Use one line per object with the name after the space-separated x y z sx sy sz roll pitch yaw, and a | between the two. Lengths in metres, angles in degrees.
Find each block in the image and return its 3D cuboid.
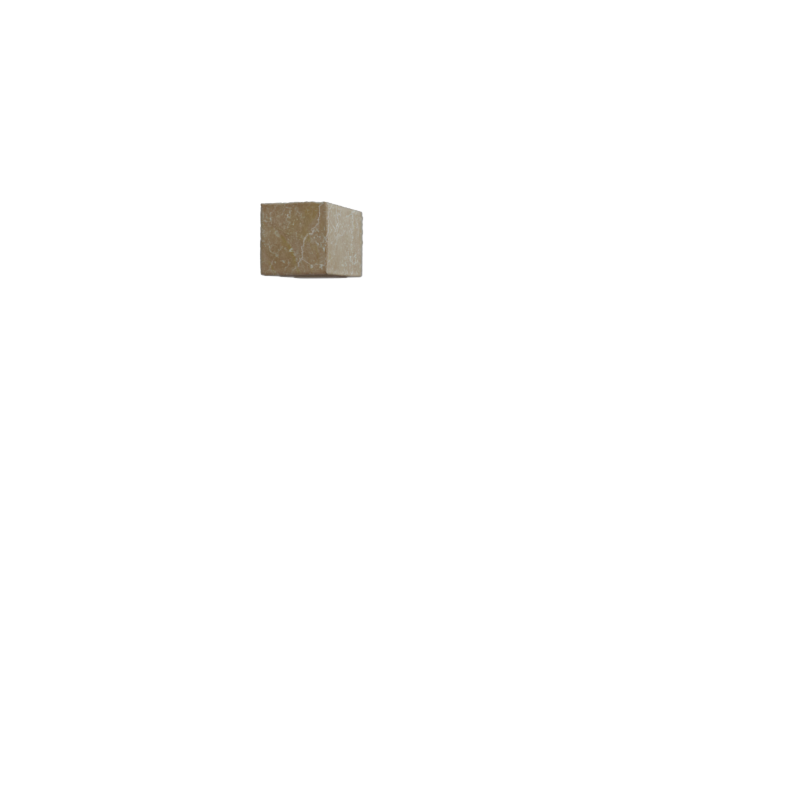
-0.063 -0.115 0.804 0.054 0.051 0.076 0 2 18 | block
